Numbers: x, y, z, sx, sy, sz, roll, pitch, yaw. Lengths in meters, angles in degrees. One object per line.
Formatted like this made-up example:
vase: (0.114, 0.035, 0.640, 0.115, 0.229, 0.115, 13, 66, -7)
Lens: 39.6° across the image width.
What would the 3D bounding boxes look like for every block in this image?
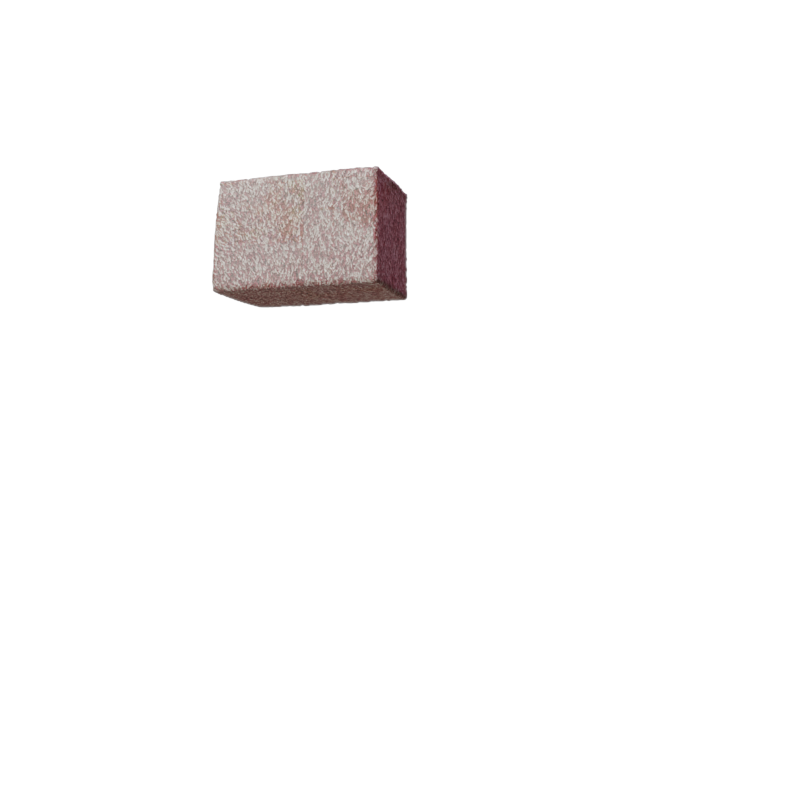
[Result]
block: (-0.040, -0.073, 0.508, 0.080, 0.053, 0.050, -2, -9, 18)
